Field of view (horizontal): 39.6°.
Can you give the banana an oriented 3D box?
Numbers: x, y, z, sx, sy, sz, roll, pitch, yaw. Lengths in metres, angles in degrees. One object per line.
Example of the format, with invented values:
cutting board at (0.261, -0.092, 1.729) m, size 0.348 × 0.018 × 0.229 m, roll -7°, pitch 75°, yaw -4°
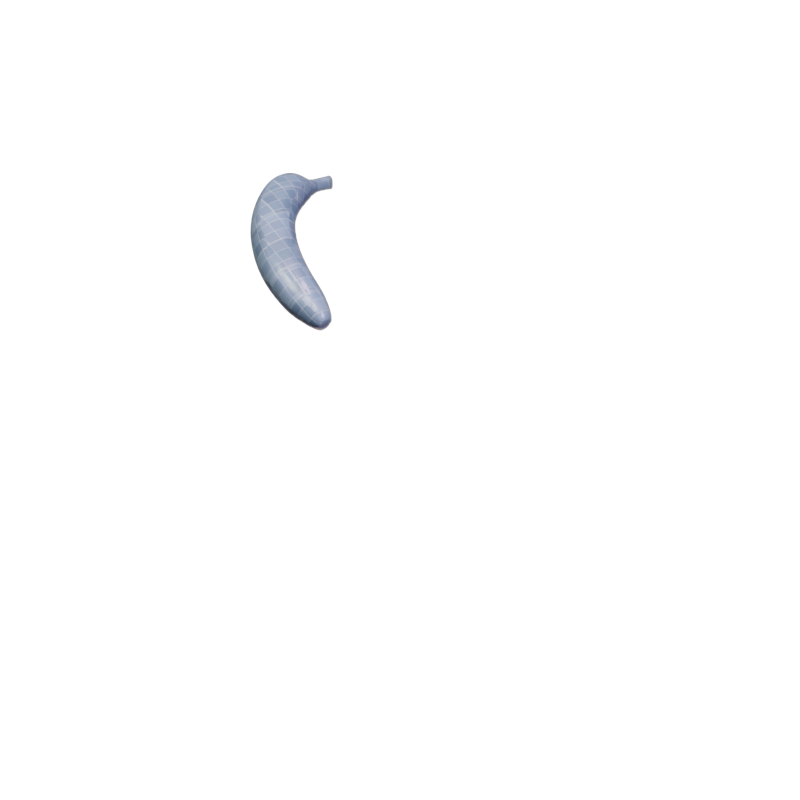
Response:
banana at (-0.091, -0.135, 0.924) m, size 0.069 × 0.034 × 0.212 m, roll -1°, pitch 45°, yaw -1°
